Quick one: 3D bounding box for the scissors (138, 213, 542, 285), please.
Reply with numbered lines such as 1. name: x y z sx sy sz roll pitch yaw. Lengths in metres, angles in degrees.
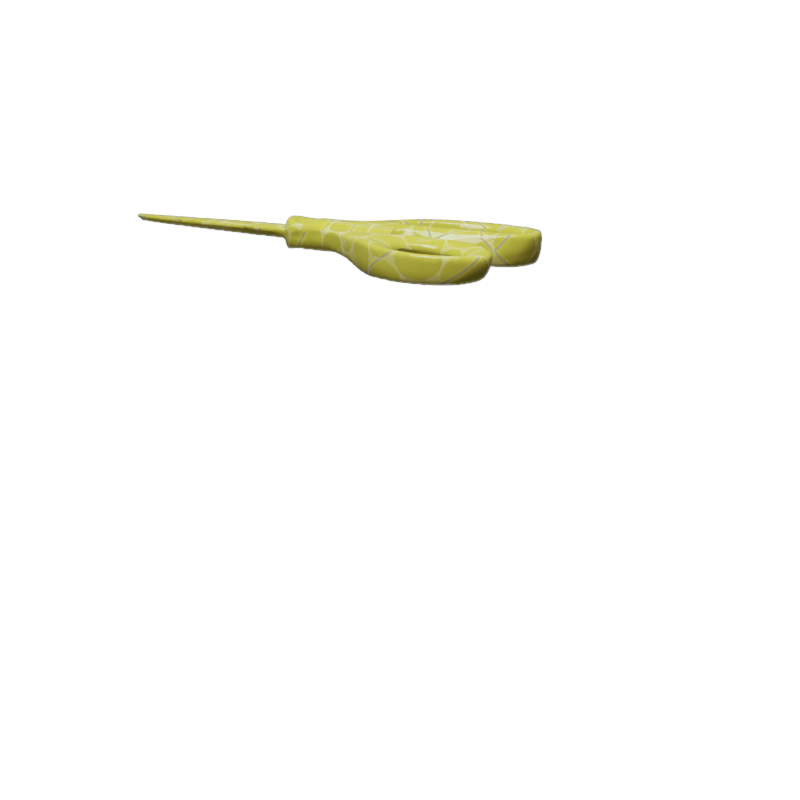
1. scissors: -0.039 -0.072 0.501 0.205 0.015 0.098 4 19 11
